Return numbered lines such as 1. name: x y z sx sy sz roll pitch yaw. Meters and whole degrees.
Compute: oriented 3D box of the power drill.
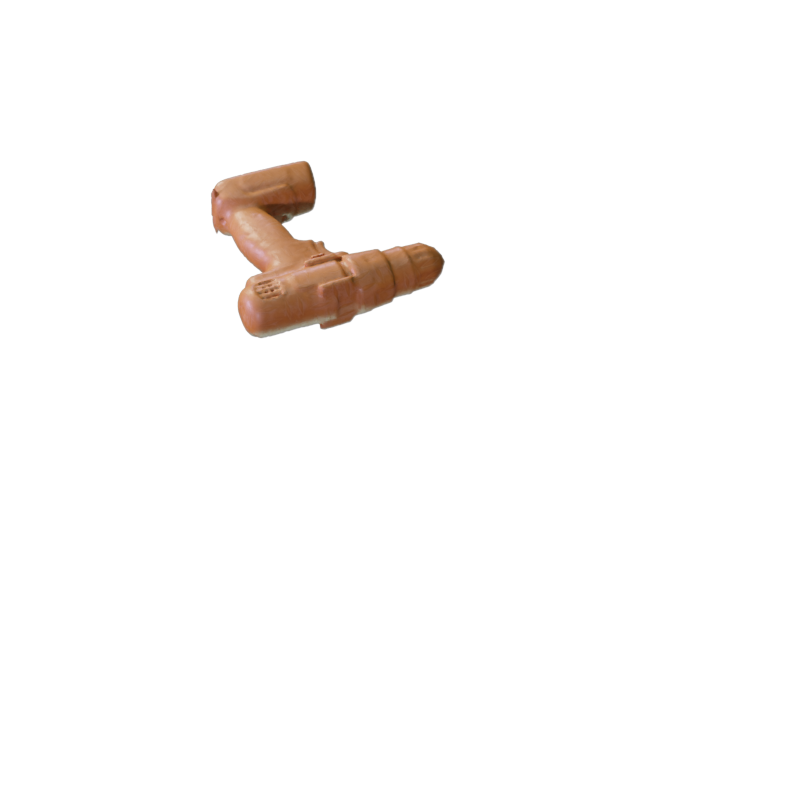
1. power drill: -0.077 -0.141 0.988 0.182 0.054 0.203 -16 43 -18
